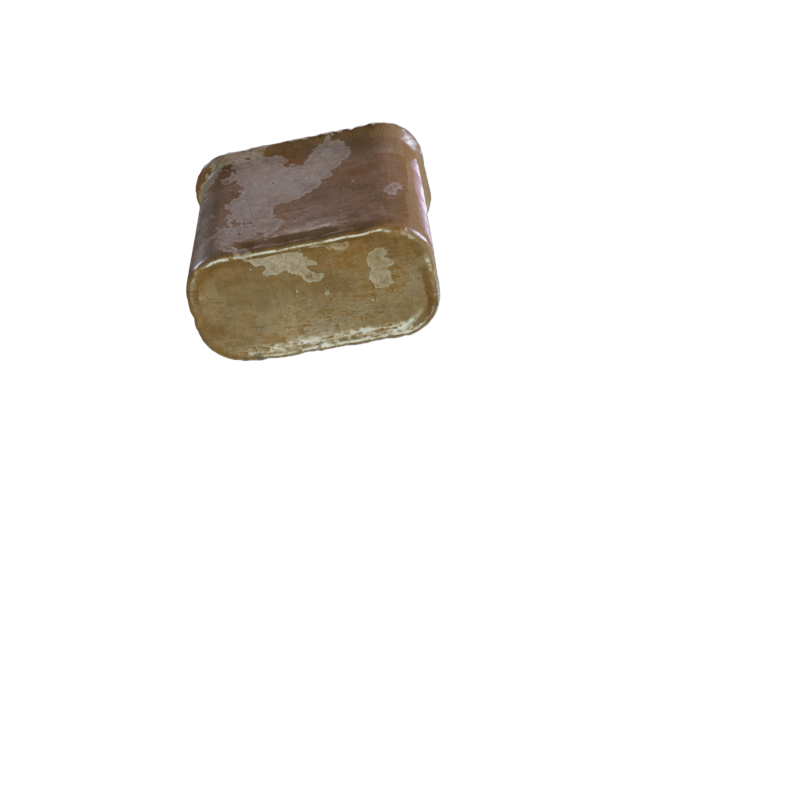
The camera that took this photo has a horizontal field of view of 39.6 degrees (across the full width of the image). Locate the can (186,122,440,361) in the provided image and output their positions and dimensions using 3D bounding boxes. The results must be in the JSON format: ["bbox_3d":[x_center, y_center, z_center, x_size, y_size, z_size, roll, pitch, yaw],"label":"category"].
[{"bbox_3d":[-0.036,-0.065,0.458,0.102,0.053,0.089,-11,36,5],"label":"can"}]
